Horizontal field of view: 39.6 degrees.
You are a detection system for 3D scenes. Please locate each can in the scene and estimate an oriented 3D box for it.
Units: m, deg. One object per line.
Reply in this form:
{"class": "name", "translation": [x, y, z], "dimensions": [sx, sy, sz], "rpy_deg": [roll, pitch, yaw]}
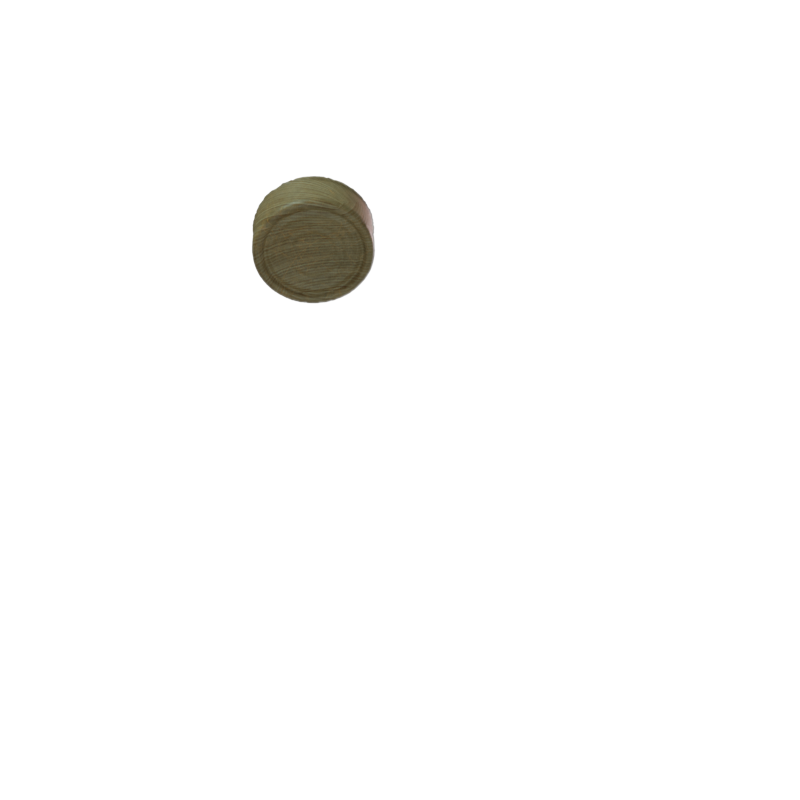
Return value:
{"class": "can", "translation": [-0.060, -0.110, 0.769], "dimensions": [0.086, 0.080, 0.036], "rpy_deg": [1, 35, -1]}
